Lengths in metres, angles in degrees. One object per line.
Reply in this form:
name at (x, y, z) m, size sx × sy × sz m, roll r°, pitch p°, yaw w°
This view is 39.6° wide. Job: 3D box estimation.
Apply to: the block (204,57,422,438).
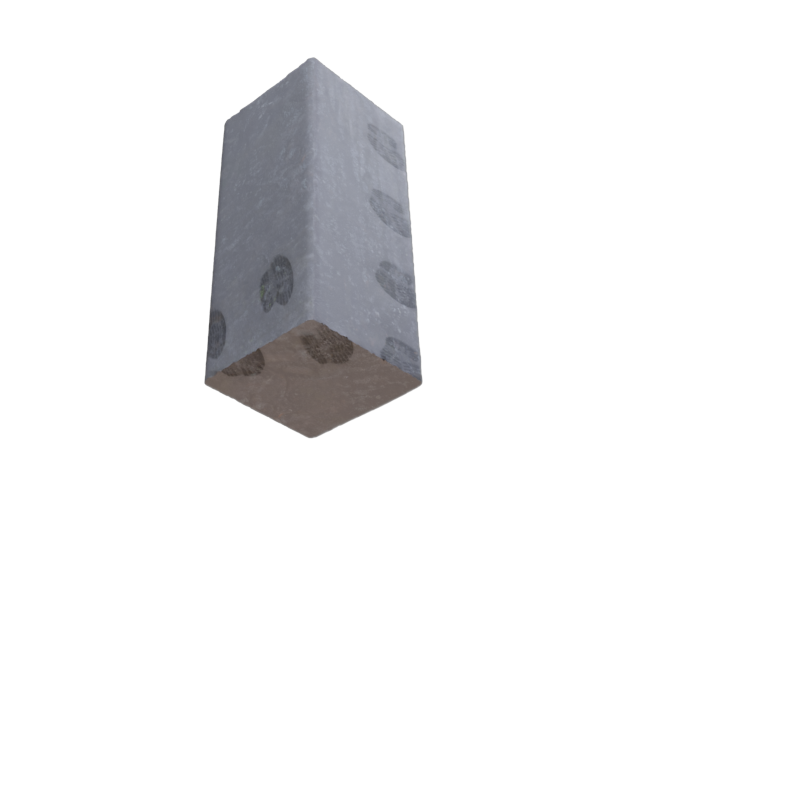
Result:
block at (-0.054, -0.097, 0.681) m, size 0.090 × 0.221 × 0.085 m, roll -30°, pitch -44°, yaw 32°
